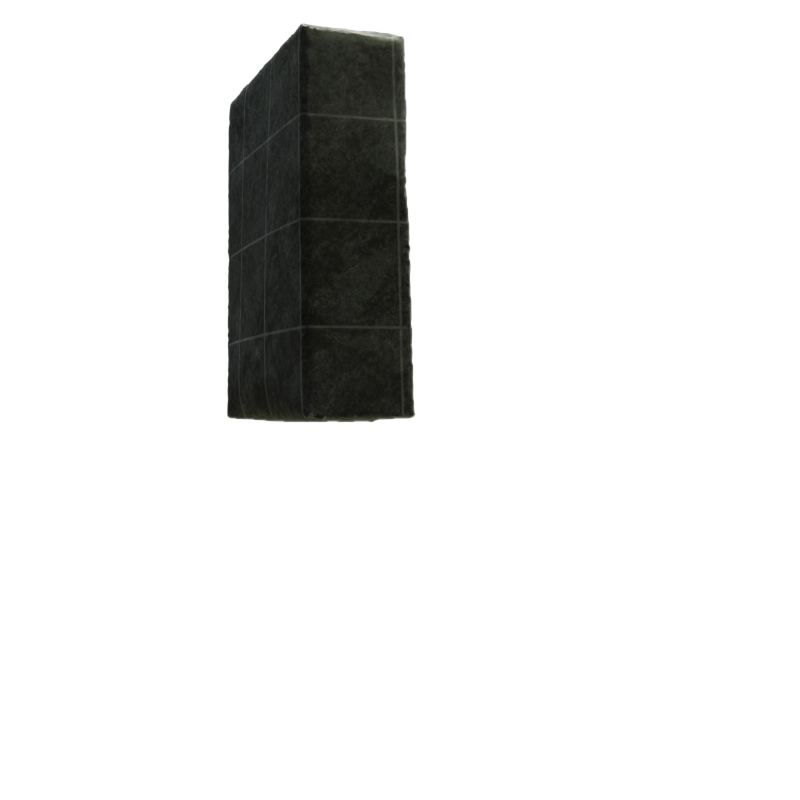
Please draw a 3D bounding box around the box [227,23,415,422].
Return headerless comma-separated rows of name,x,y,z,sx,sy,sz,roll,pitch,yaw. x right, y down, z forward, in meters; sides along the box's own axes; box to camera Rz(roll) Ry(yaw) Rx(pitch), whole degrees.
box,-0.052,-0.095,0.666,0.070,0.218,0.166,3,-7,-22
